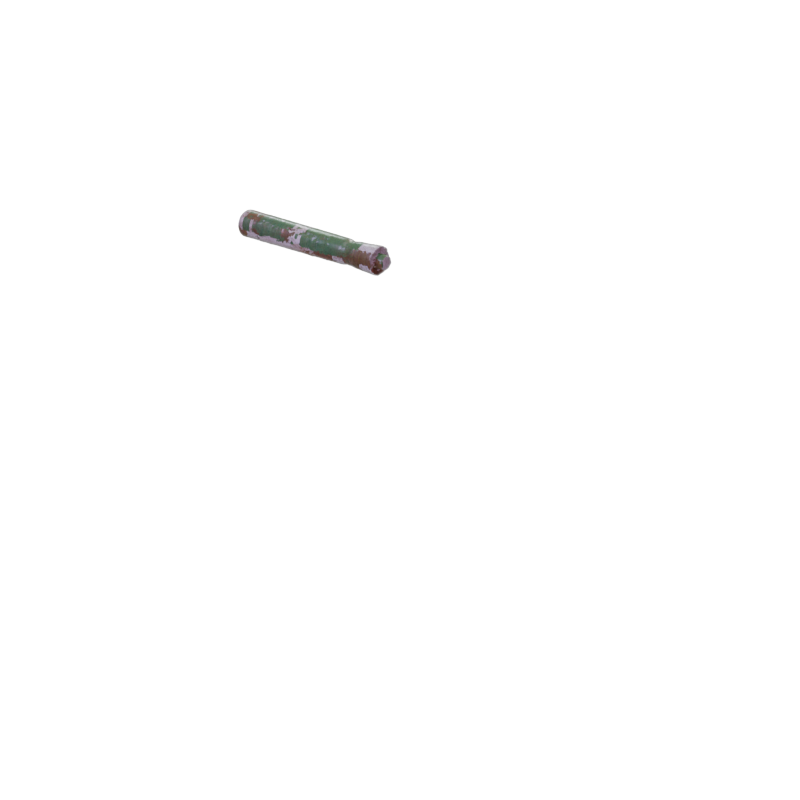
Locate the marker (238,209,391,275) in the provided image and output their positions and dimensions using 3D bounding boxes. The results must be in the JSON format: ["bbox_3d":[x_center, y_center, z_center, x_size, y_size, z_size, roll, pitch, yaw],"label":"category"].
[{"bbox_3d":[-0.056,-0.102,0.712,0.128,0.019,0.019,21,16,37],"label":"marker"}]
